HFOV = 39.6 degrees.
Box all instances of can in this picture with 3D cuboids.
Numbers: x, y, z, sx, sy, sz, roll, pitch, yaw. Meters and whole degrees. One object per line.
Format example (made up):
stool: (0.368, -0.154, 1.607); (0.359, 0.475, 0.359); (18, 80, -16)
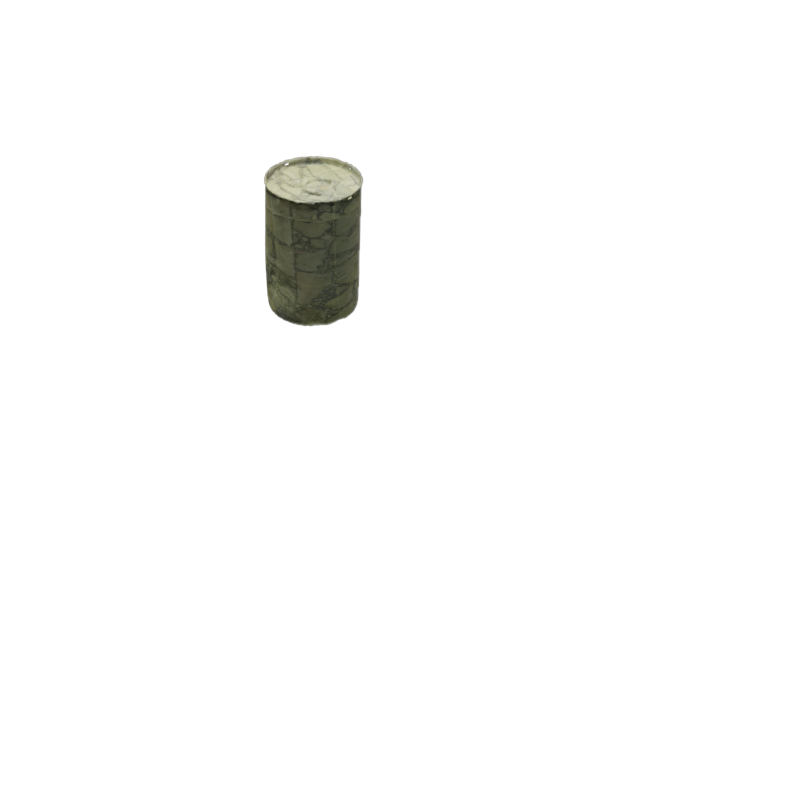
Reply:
can: (-0.061, -0.112, 0.783); (0.068, 0.096, 0.073); (0, 34, -3)
